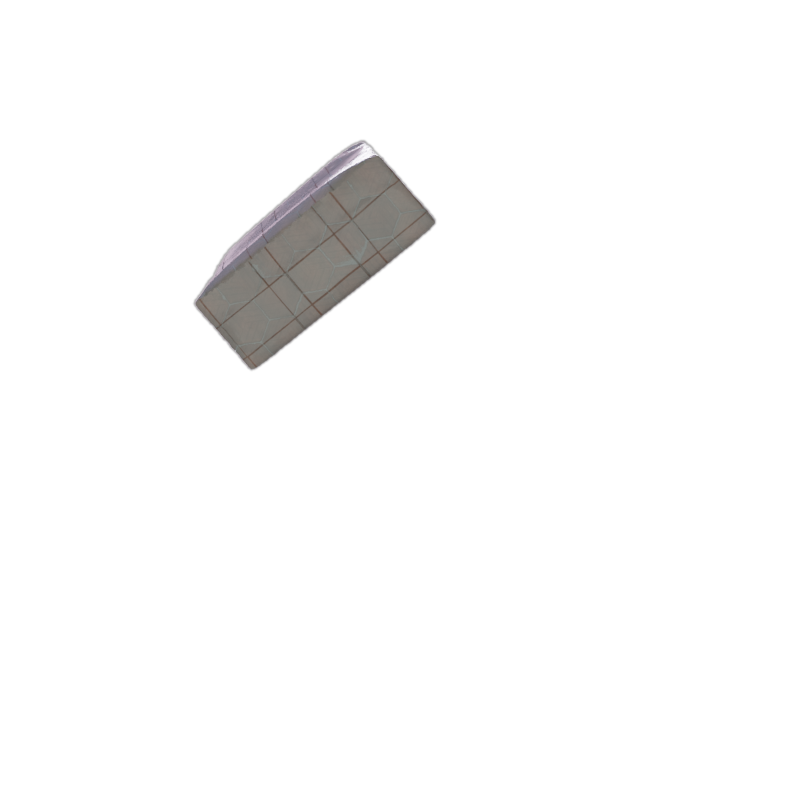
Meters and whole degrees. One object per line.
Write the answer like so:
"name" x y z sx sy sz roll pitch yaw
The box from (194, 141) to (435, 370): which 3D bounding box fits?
"box" -0.066 -0.121 0.848 0.164 0.070 0.220 -39 14 6
